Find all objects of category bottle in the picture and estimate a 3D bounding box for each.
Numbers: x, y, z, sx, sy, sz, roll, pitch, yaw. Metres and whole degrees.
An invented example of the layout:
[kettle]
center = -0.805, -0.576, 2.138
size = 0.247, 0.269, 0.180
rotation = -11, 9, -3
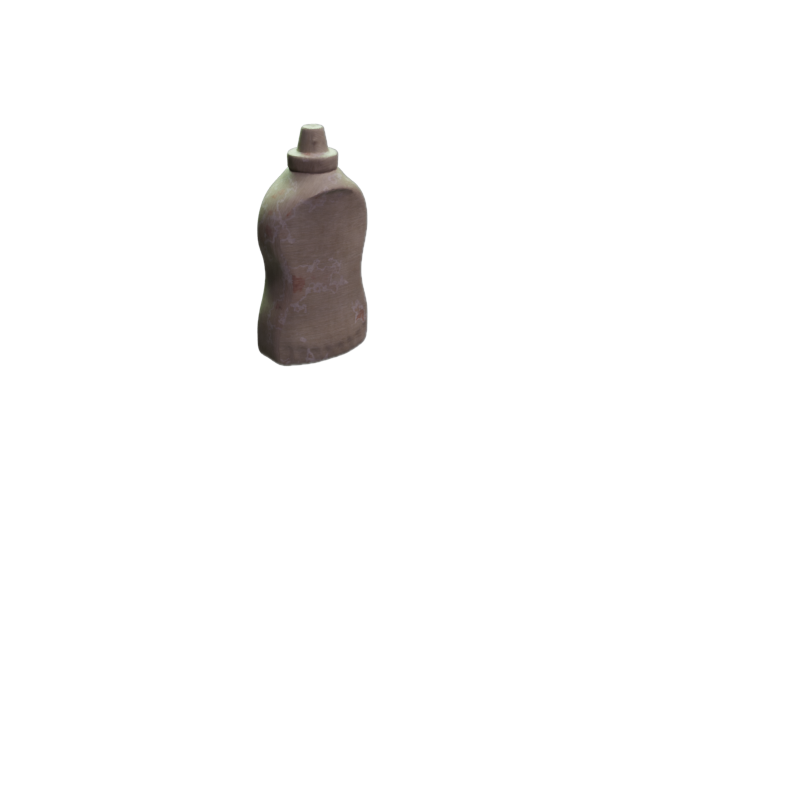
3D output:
[bottle]
center = -0.071, -0.129, 0.900
size = 0.094, 0.183, 0.062
rotation = -14, 25, -34
